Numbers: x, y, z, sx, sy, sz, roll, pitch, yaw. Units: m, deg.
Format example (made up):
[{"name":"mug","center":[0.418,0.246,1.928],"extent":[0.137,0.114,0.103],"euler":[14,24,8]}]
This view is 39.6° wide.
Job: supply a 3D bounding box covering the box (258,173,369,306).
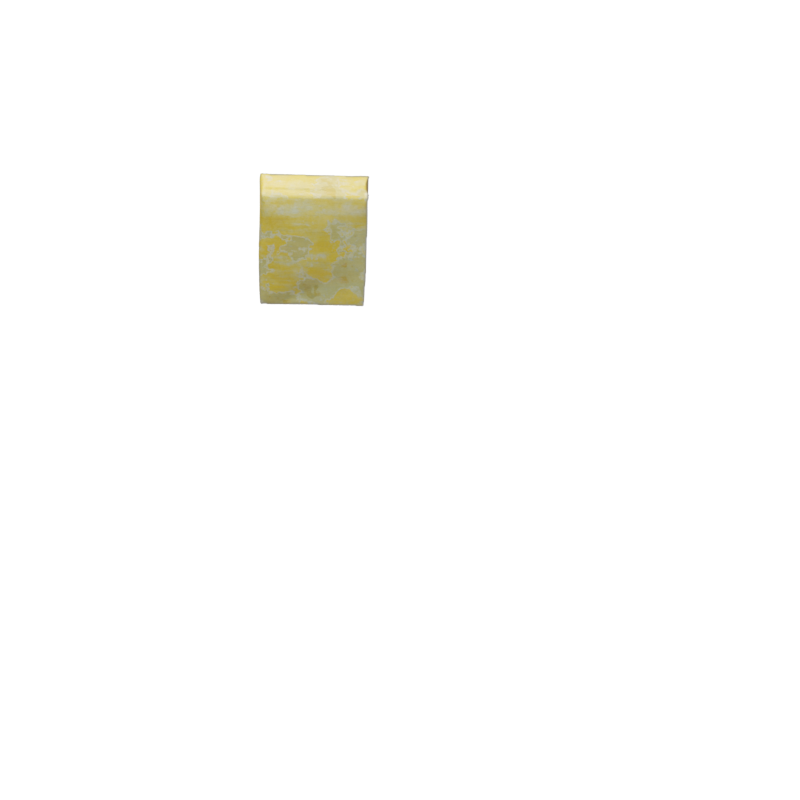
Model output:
[{"name":"box","center":[-0.072,-0.131,0.917],"extent":[0.090,0.106,0.042],"euler":[2,40,-2]}]
